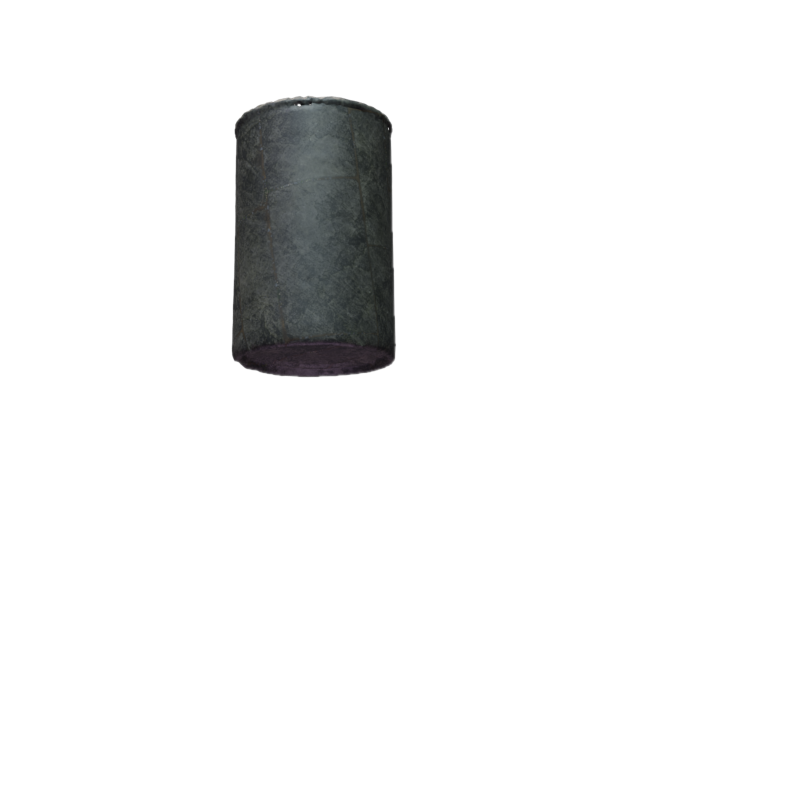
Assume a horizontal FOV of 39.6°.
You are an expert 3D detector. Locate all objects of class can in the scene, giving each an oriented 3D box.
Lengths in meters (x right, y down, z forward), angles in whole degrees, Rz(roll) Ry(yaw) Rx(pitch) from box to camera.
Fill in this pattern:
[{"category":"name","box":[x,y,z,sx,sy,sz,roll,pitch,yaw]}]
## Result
[{"category":"can","box":[-0.036,-0.066,0.461,0.068,0.106,0.066,0,-15,-2]}]
